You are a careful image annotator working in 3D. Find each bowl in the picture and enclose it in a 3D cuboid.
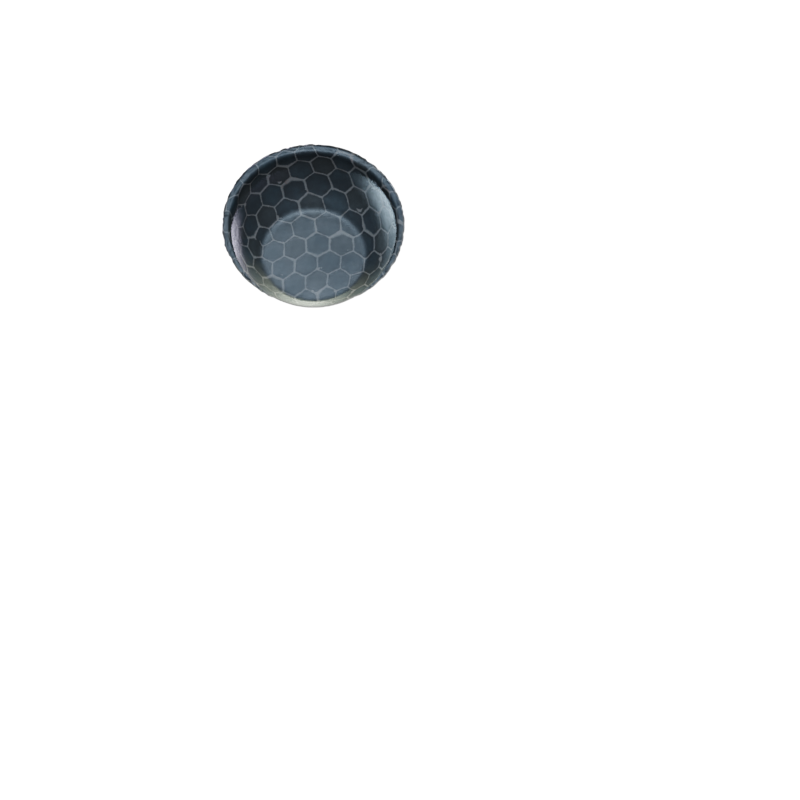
[{"bbox_3d":[-0.075,-0.137,0.959,0.162,0.152,0.058,1,31,-1],"label":"bowl"}]
